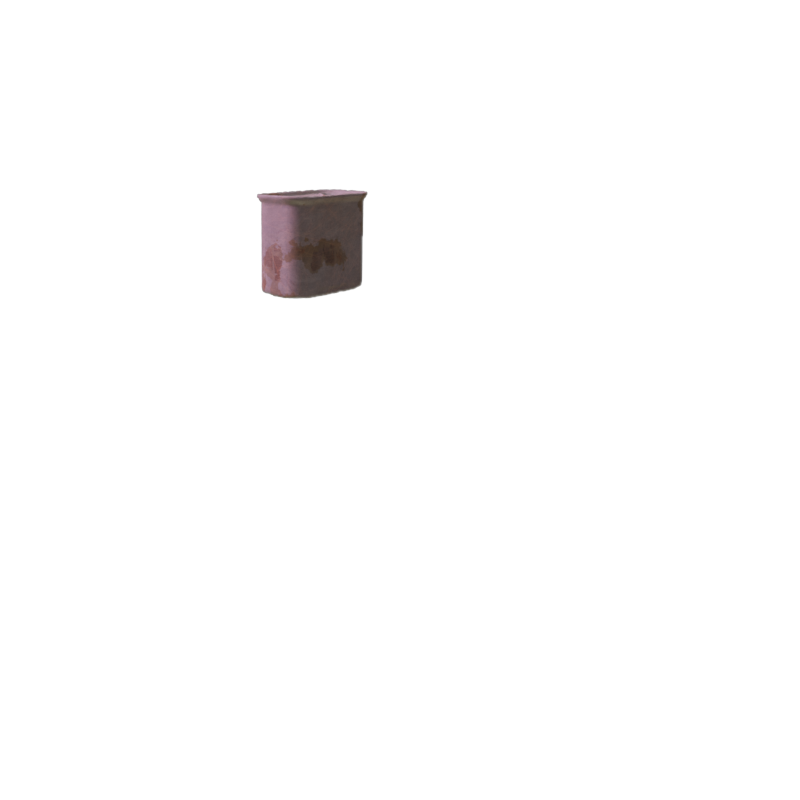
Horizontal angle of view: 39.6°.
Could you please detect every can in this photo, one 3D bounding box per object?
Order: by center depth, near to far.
[{"bbox_3d":[-0.073,-0.134,0.938,0.060,0.082,0.100,7,13,35],"label":"can"}]
